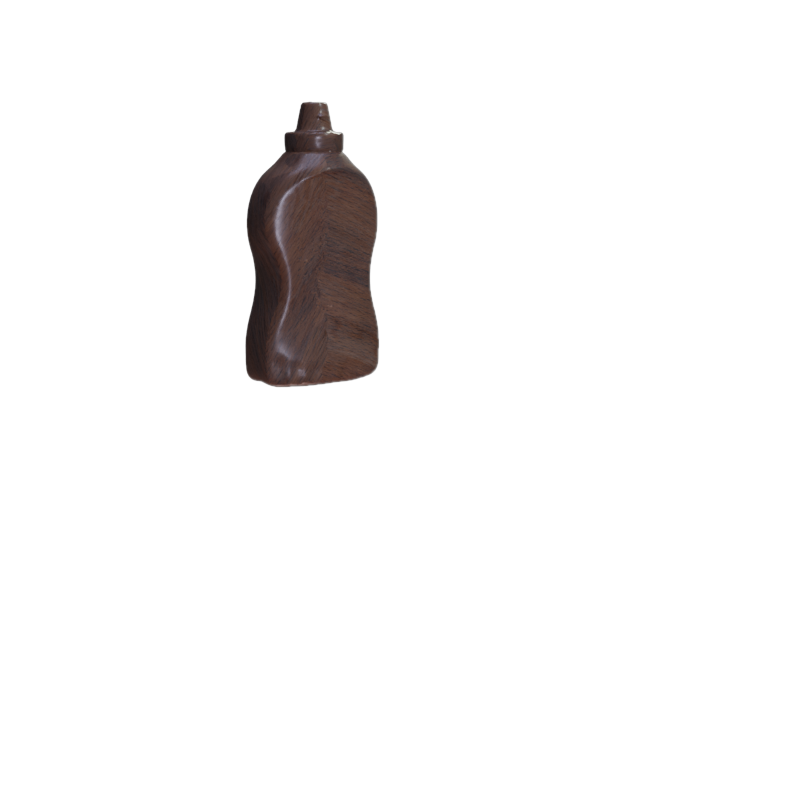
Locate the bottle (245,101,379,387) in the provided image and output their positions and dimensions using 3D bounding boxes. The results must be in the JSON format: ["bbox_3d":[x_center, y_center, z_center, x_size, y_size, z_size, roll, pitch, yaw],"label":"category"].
[{"bbox_3d":[-0.060,-0.110,0.768,0.093,0.189,0.061,-4,6,-33],"label":"bottle"}]
